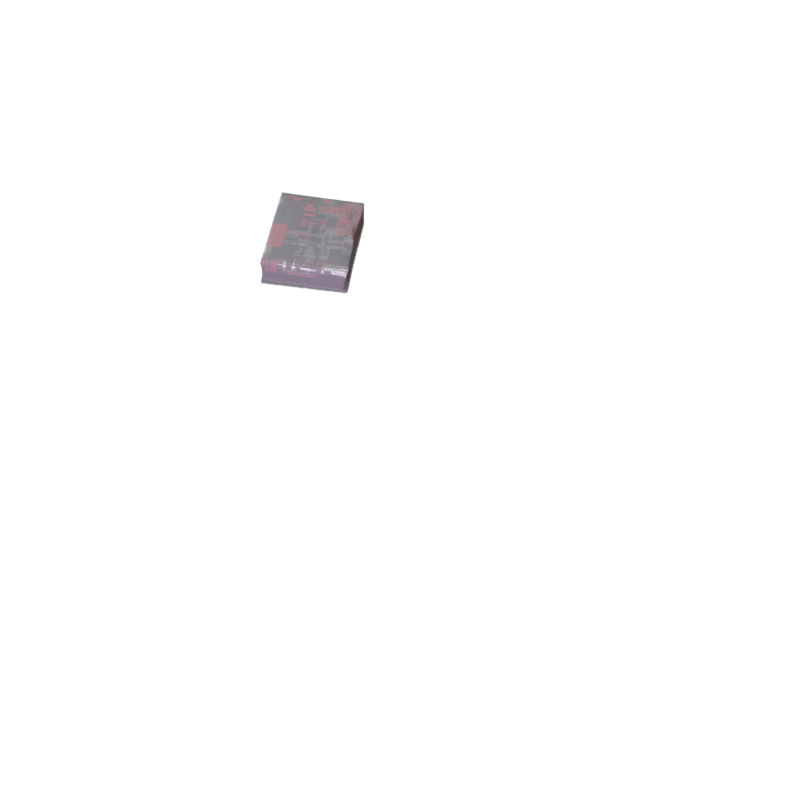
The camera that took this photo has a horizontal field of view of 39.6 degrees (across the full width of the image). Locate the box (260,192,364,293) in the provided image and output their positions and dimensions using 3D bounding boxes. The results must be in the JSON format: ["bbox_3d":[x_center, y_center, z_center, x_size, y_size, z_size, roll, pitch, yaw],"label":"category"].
[{"bbox_3d":[-0.073,-0.132,0.928,0.074,0.095,0.028,7,-43,6],"label":"box"}]
